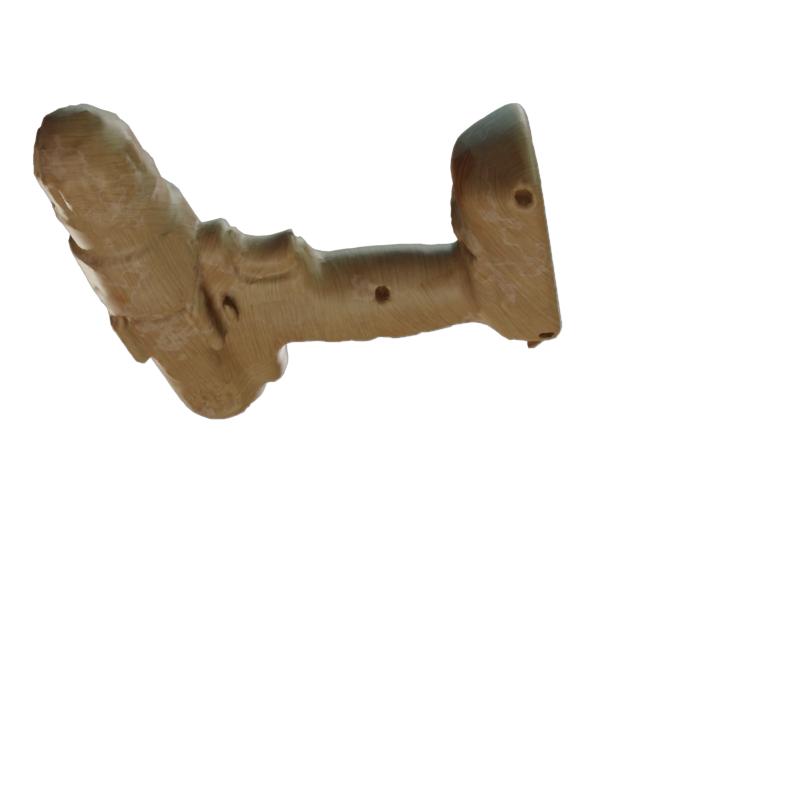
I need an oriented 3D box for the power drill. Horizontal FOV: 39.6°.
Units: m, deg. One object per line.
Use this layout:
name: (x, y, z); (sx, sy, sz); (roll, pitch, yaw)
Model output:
power drill: (-0.035, -0.065, 0.452); (0.189, 0.061, 0.170); (-8, -34, 11)
